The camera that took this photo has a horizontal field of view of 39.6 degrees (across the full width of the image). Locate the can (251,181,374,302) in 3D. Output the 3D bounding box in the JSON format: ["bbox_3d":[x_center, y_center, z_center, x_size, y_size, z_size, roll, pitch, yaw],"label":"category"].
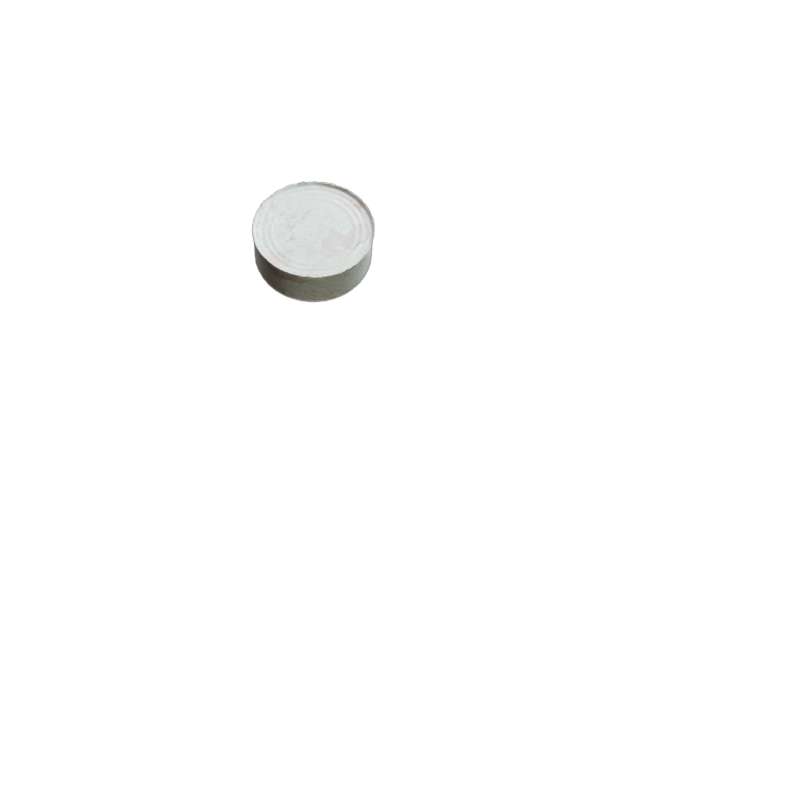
[{"bbox_3d":[-0.061,-0.112,0.784,0.086,0.092,0.031,-1,-34,-1],"label":"can"}]
